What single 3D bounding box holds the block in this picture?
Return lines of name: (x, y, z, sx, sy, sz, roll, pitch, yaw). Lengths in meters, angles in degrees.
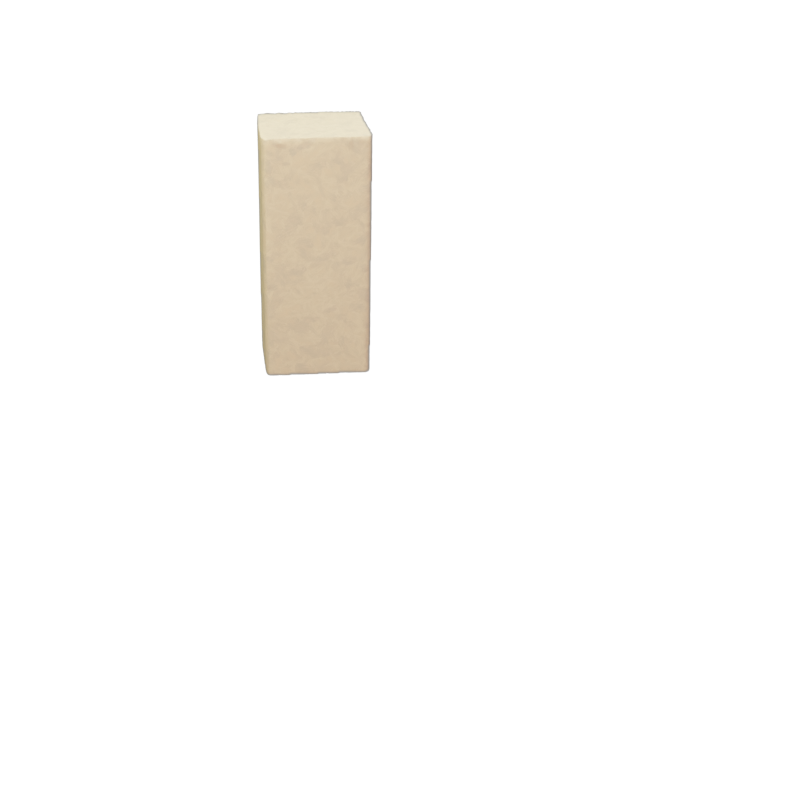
block: (-0.074, -0.134, 0.941, 0.090, 0.197, 0.095, -1, 22, -7)
